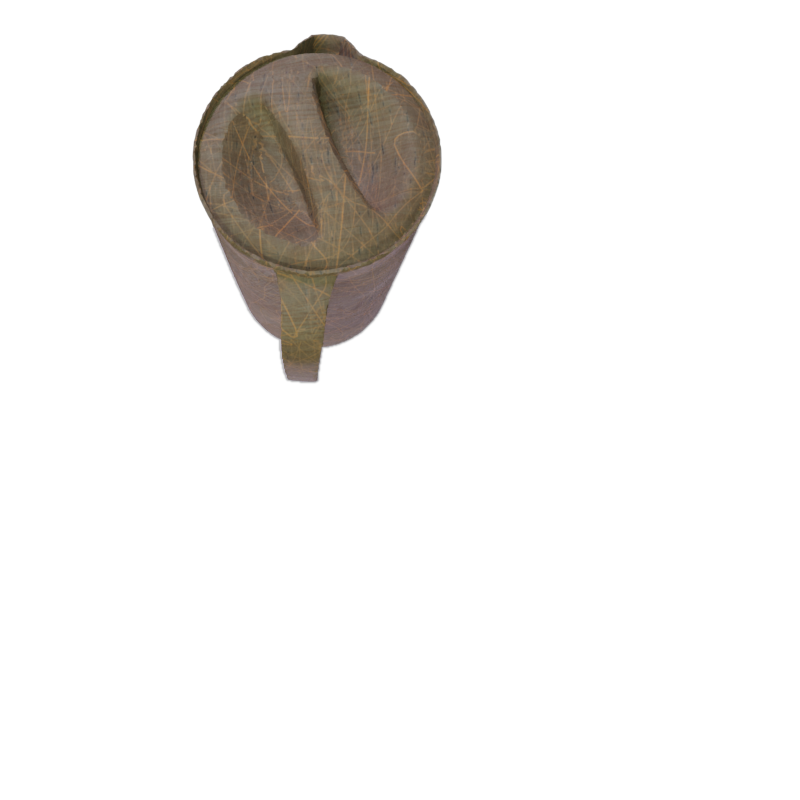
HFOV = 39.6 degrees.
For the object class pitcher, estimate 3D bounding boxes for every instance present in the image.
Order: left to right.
[{"bbox_3d":[-0.054,-0.099,0.696,0.150,0.149,0.235,-41,-8,-11],"label":"pitcher"}]
